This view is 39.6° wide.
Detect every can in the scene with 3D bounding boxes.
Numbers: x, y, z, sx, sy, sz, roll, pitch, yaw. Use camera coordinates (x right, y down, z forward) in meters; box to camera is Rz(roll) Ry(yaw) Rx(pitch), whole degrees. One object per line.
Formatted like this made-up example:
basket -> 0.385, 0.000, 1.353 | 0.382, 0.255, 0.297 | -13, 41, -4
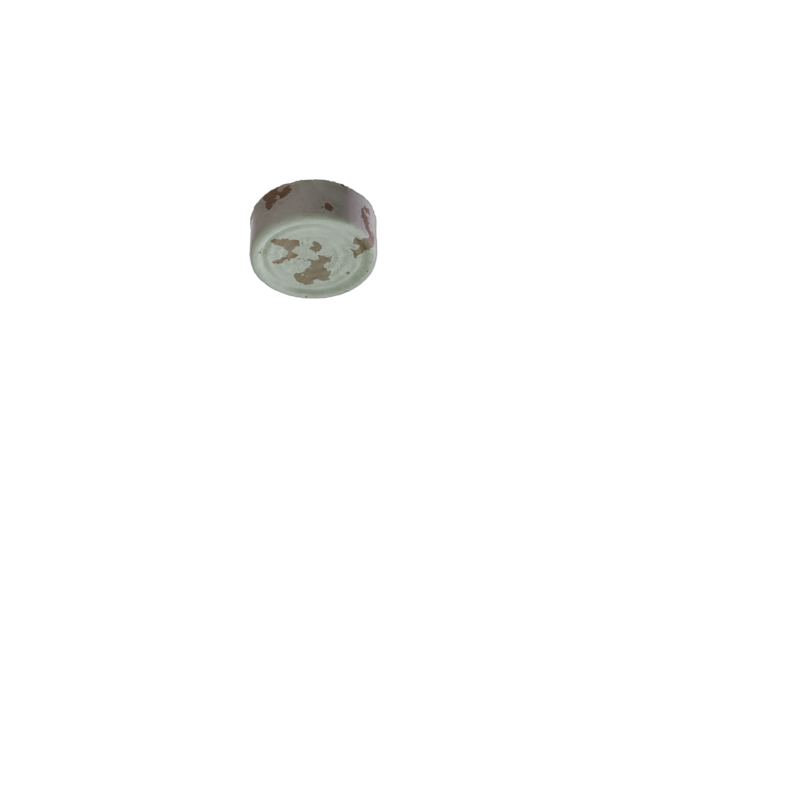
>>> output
can -> -0.058, -0.105, 0.739 | 0.086, 0.036, 0.080 | 1, -37, -2
